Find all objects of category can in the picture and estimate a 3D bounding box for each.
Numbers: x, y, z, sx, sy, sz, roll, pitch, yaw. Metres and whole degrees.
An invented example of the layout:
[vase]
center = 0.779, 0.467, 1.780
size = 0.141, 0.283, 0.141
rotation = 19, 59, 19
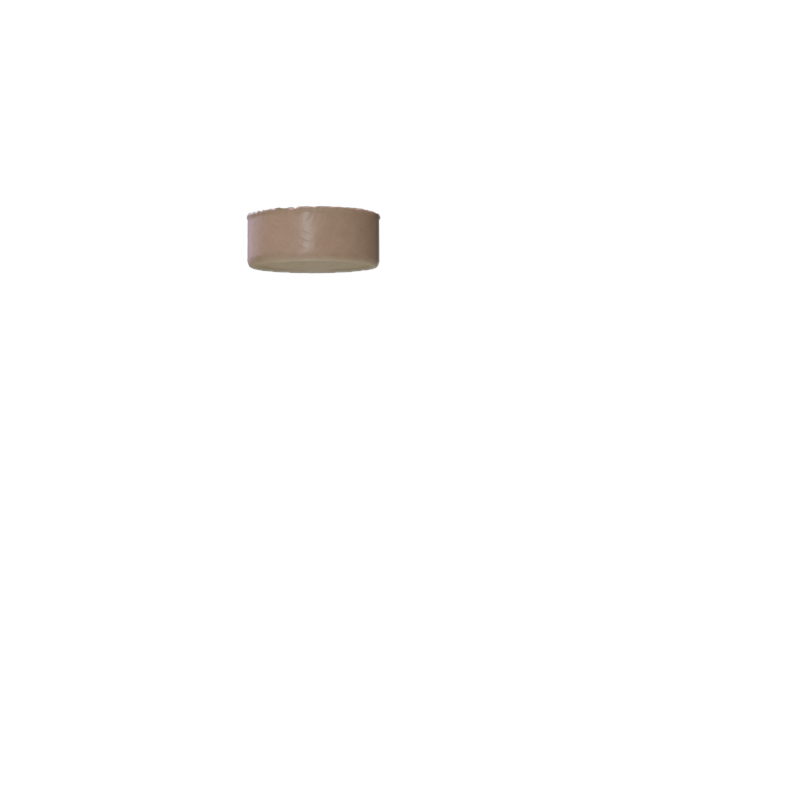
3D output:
[can]
center = -0.055, -0.101, 0.708
size = 0.086, 0.034, 0.085
rotation = 0, 0, -2
